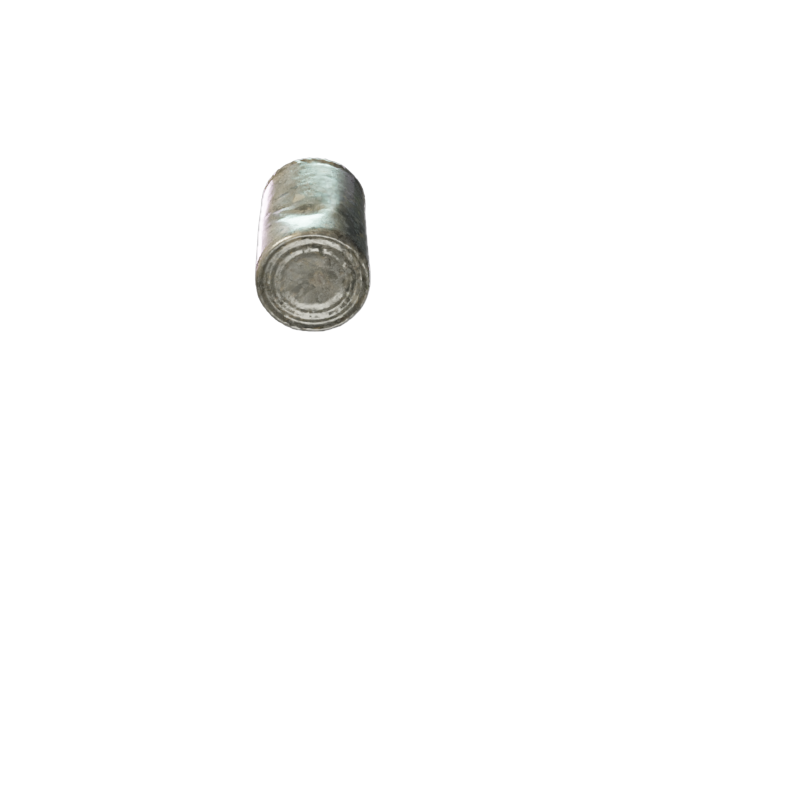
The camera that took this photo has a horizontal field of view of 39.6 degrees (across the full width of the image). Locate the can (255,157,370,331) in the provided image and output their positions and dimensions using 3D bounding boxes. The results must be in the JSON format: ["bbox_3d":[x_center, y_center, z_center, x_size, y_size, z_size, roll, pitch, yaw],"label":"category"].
[{"bbox_3d":[-0.053,-0.096,0.672,0.068,0.064,0.109,-1,33,-3],"label":"can"}]
